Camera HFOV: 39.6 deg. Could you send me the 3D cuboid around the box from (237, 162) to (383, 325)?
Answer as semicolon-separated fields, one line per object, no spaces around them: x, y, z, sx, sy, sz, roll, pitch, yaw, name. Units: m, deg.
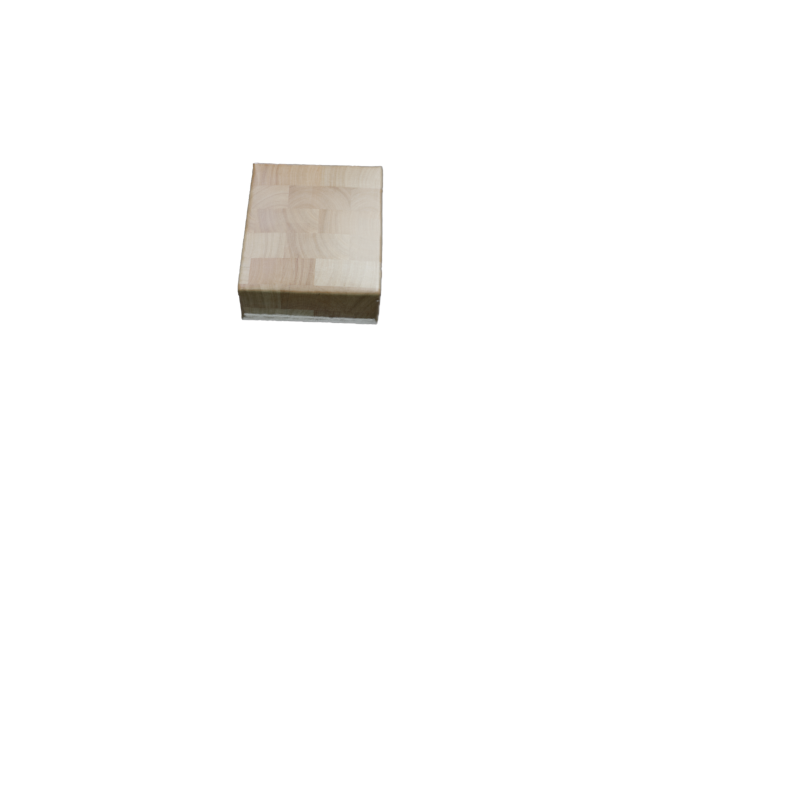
-0.057;-0.104;0.730;0.090;0.121;0.036;1;-38;0;box
